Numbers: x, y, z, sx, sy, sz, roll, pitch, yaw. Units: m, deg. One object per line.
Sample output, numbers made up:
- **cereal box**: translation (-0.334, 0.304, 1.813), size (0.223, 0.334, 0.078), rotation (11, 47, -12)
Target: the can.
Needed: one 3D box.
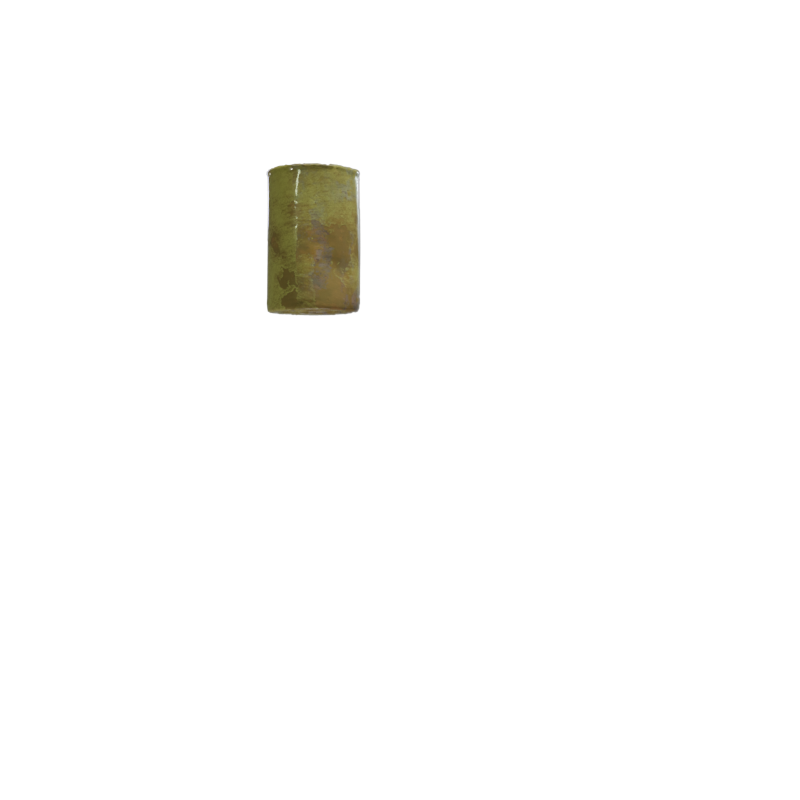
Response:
- **can**: translation (-0.062, -0.114, 0.798), size (0.068, 0.104, 0.068), rotation (0, -5, -2)
